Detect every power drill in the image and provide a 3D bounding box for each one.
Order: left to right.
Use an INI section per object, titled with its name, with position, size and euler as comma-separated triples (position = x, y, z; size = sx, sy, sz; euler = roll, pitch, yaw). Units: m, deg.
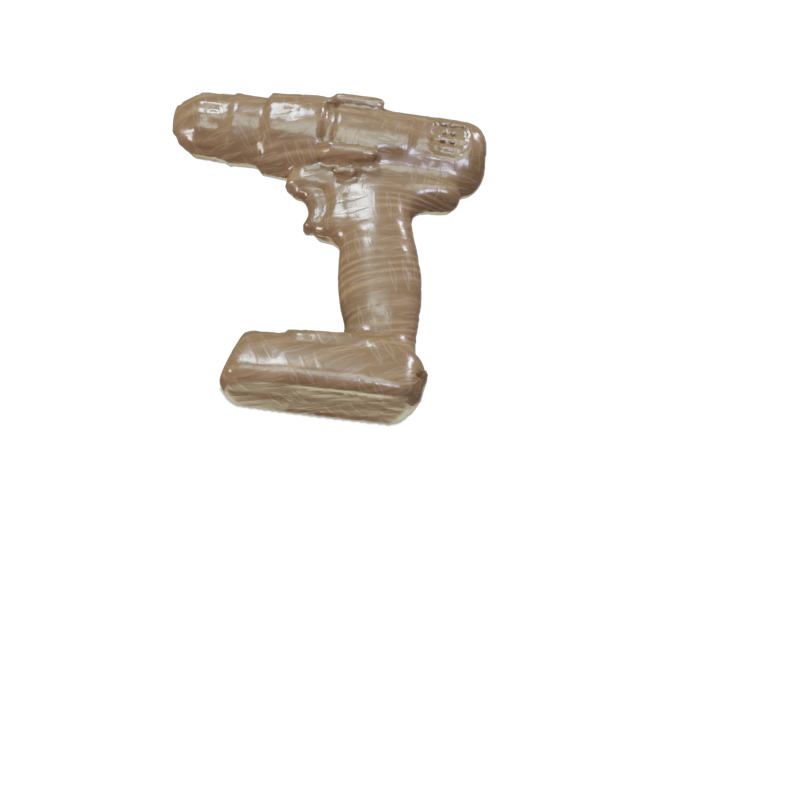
[power drill]
position = -0.048, -0.088, 0.617
size = 0.185, 0.197, 0.054
euler = 6, -25, 3
